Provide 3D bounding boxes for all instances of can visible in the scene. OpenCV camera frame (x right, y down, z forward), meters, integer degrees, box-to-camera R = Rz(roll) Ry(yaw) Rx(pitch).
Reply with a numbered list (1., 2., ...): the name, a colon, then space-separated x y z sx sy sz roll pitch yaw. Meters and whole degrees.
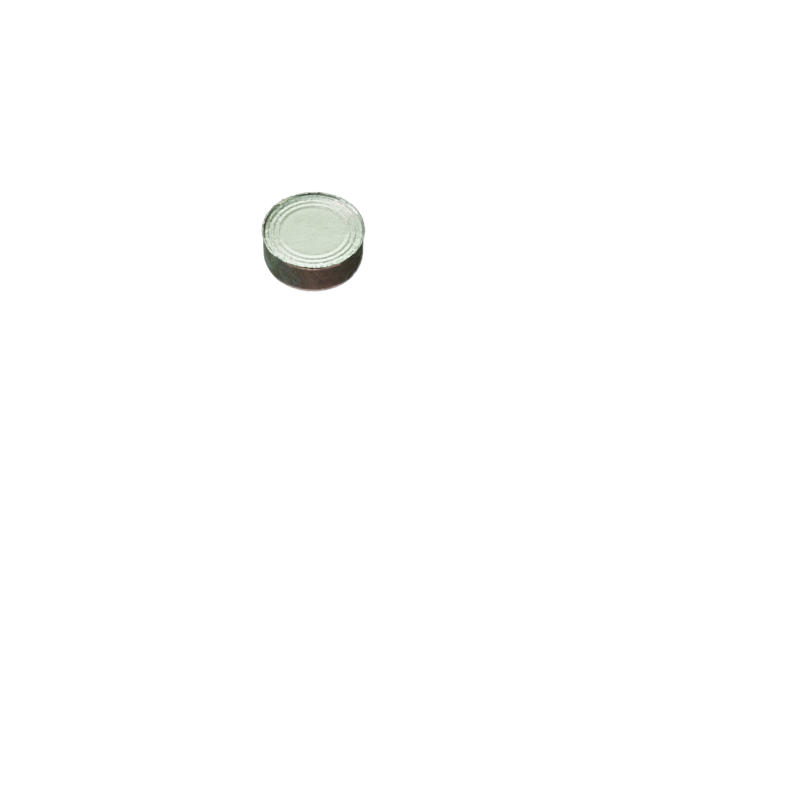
1. can: -0.073 -0.133 0.929 0.086 0.092 0.031 -1 -38 -1
